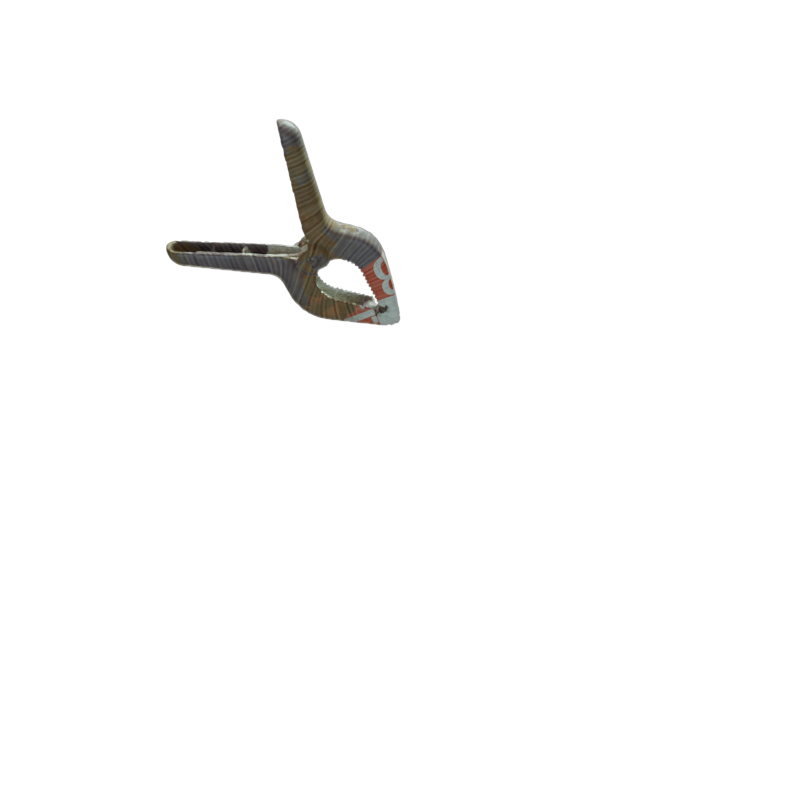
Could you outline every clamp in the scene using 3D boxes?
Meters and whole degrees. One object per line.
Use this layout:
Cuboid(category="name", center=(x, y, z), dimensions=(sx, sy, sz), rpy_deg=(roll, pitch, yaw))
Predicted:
Cuboid(category="clamp", center=(-0.076, -0.138, 0.968), dimensions=(0.202, 0.161, 0.039), rpy_deg=(30, 26, -16))
